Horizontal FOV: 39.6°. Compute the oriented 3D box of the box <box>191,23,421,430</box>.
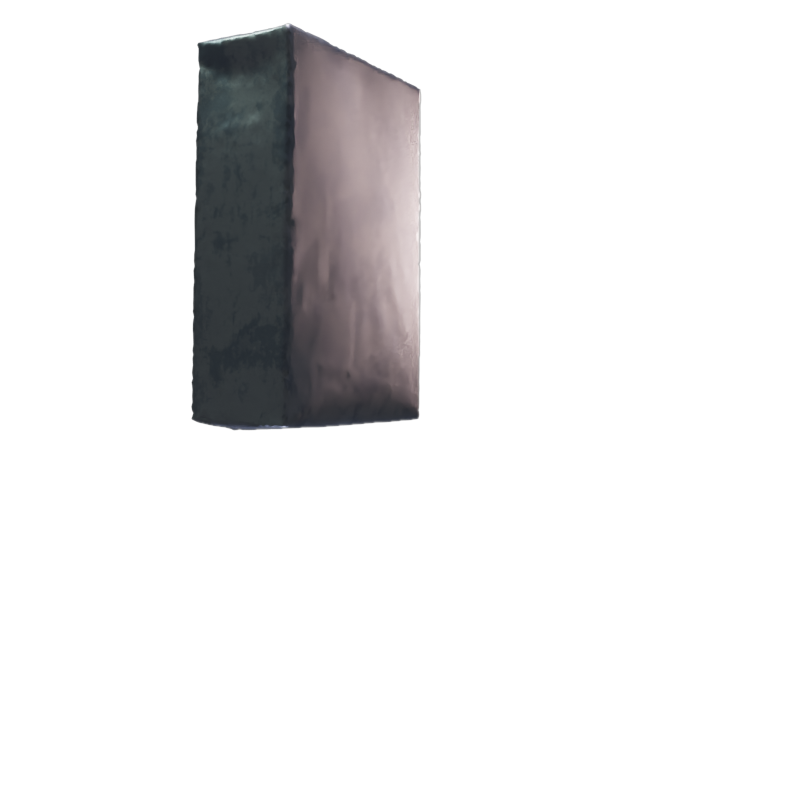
[{"bbox_3d":[-0.051,-0.093,0.653,0.074,0.217,0.157,-3,-5,28],"label":"box"}]
